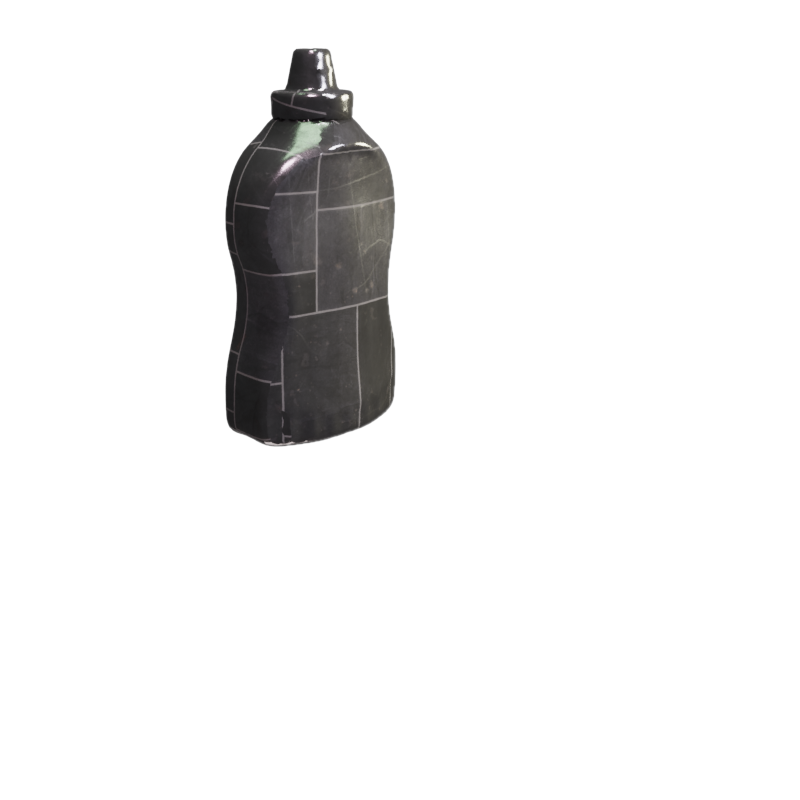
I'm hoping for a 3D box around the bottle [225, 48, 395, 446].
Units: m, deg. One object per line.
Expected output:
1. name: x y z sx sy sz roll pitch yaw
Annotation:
1. bottle: -0.044 -0.080 0.559 0.094 0.186 0.062 -11 17 -42
